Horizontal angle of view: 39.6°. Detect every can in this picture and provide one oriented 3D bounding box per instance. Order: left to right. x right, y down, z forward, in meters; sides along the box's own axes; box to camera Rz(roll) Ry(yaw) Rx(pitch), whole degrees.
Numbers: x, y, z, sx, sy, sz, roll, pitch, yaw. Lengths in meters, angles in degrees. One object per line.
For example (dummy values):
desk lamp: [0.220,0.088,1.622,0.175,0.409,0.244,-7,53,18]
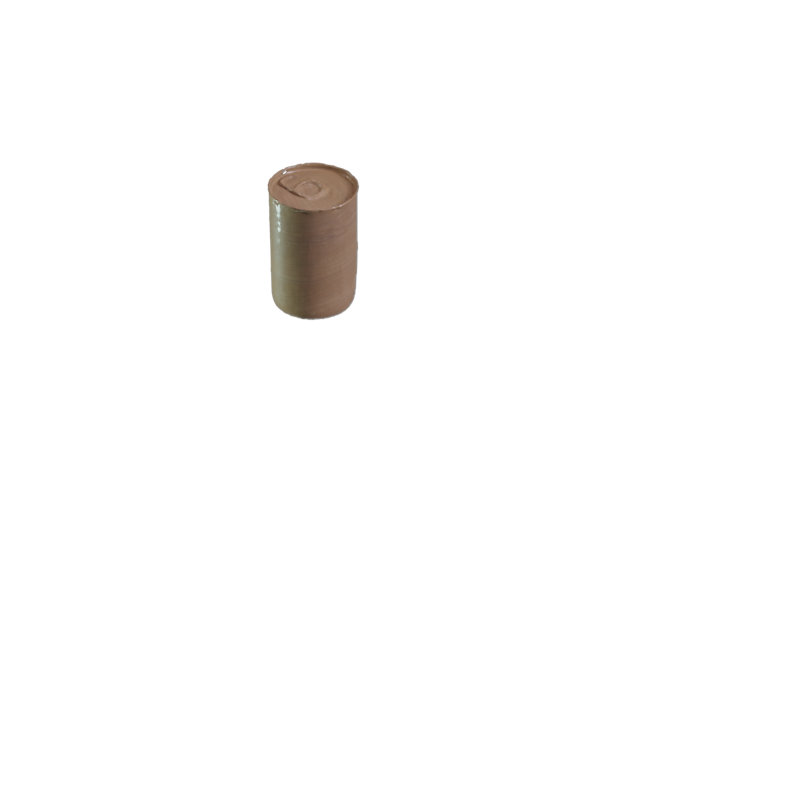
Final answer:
can: [-0.066,-0.121,0.848,0.068,0.095,0.073,0,38,-3]
